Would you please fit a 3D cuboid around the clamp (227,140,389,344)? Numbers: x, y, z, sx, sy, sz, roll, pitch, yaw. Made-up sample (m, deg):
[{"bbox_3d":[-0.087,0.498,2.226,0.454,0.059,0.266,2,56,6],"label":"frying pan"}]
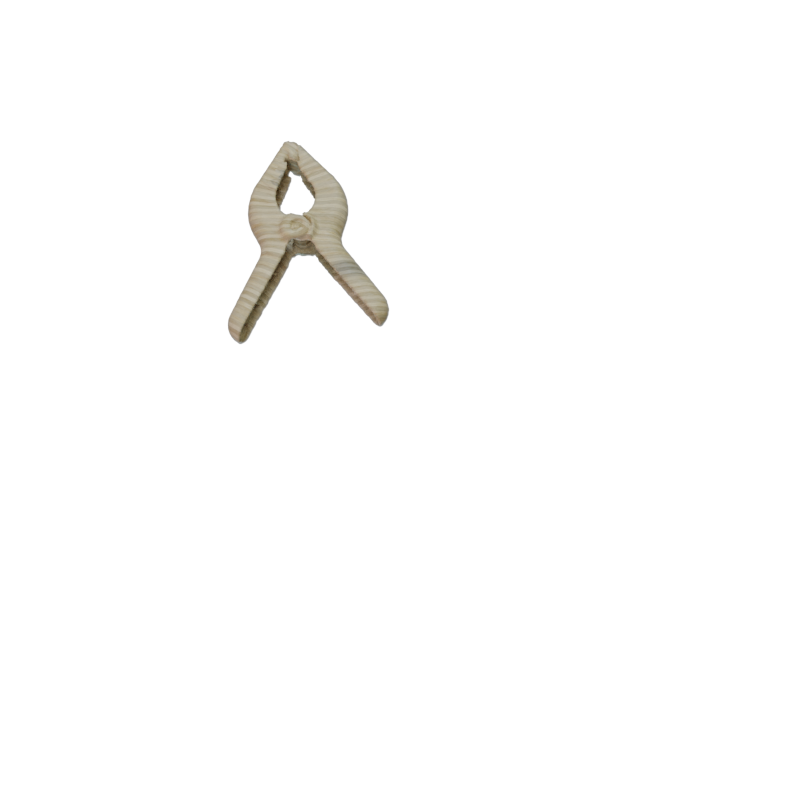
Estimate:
[{"bbox_3d":[-0.068,-0.123,0.863,0.120,0.181,0.037,2,-24,0],"label":"clamp"}]
